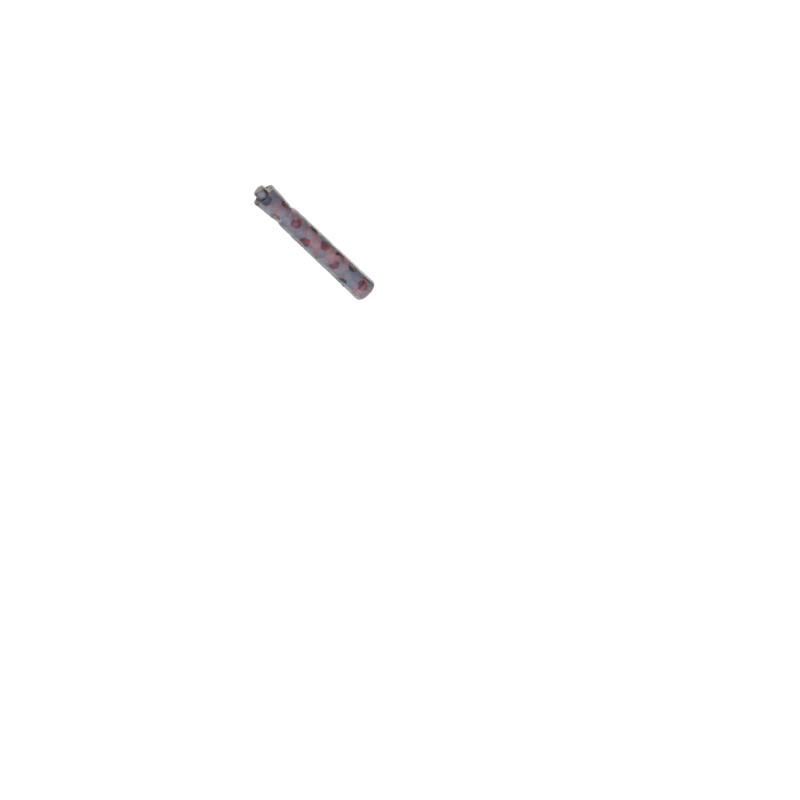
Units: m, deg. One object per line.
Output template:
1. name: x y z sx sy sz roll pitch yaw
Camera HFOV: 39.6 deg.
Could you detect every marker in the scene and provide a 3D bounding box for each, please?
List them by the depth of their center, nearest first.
1. marker: -0.065 -0.118 0.829 0.114 0.020 0.020 42 -19 -26
